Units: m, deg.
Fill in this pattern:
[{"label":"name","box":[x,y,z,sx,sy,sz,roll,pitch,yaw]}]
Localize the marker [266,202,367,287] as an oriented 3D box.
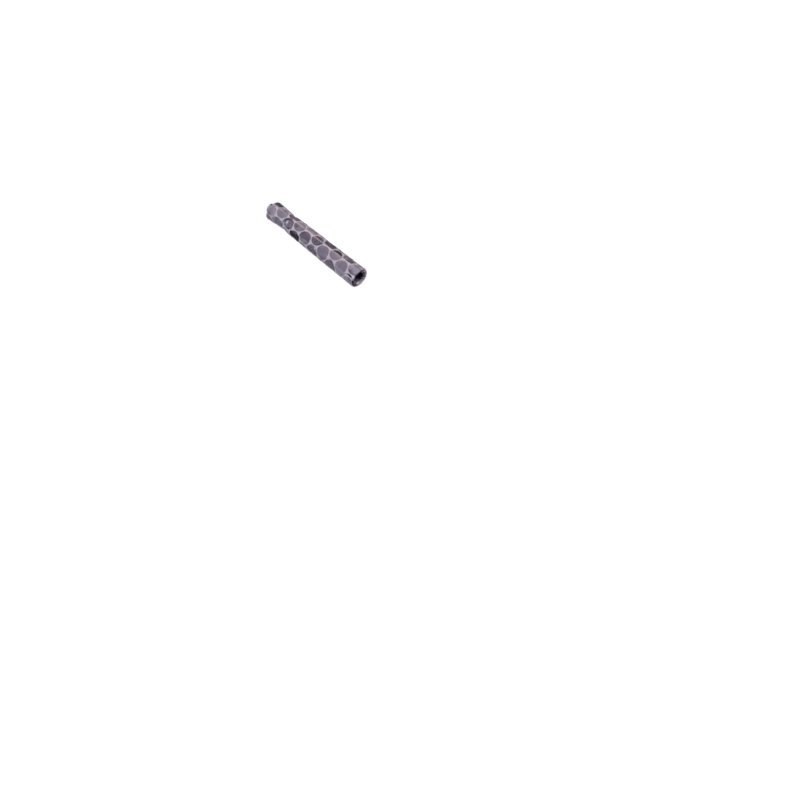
[{"label":"marker","box":[-0.077,-0.141,0.987,0.129,0.019,0.019,41,26,30]}]
